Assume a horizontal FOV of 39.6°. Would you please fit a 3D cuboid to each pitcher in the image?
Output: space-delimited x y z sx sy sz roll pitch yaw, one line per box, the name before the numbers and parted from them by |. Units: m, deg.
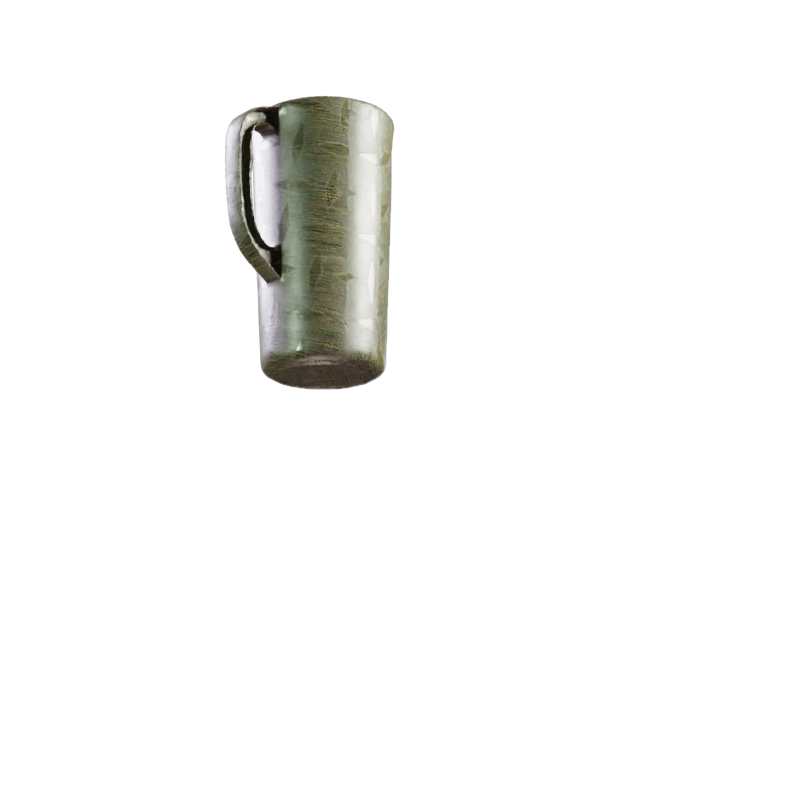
pitcher | -0.077 -0.140 0.982 0.149 0.254 0.139 -1 -19 -1
